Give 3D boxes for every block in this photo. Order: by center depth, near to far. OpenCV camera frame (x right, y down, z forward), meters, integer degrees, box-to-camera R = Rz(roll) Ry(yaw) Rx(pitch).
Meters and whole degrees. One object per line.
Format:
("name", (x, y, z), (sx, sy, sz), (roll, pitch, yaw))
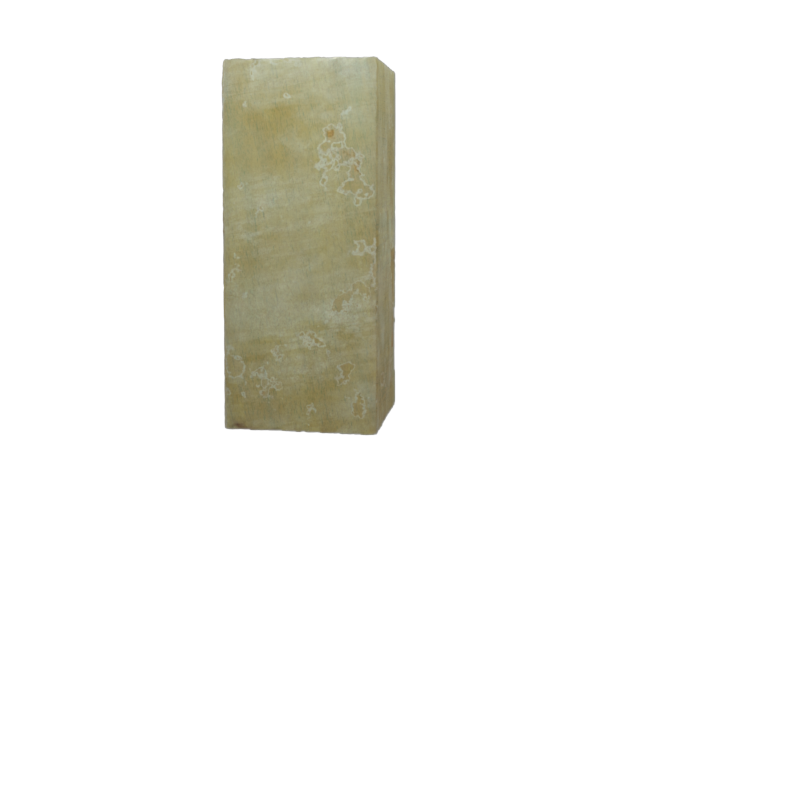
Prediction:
("block", (-0.052, -0.093, 0.651), (0.091, 0.204, 0.091), (1, 5, 8))
